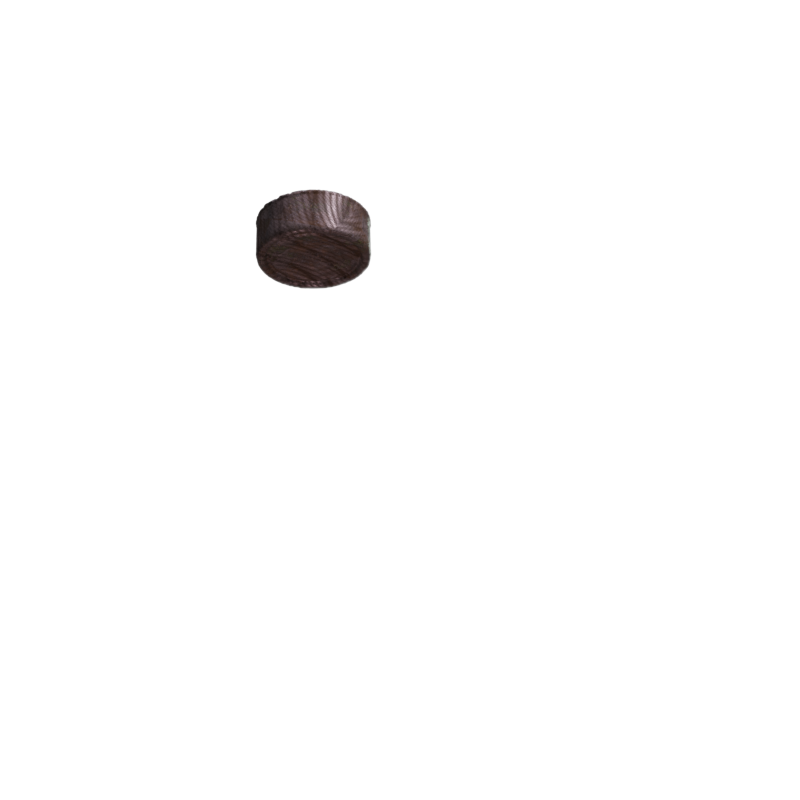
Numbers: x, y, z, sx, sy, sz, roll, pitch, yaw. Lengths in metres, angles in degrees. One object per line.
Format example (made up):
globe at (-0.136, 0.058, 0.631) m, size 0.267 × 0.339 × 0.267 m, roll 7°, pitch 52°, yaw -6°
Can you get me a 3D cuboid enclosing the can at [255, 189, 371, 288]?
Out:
can at (-0.064, -0.117, 0.818) m, size 0.086 × 0.036 × 0.081 m, roll 1°, pitch -28°, yaw -2°
